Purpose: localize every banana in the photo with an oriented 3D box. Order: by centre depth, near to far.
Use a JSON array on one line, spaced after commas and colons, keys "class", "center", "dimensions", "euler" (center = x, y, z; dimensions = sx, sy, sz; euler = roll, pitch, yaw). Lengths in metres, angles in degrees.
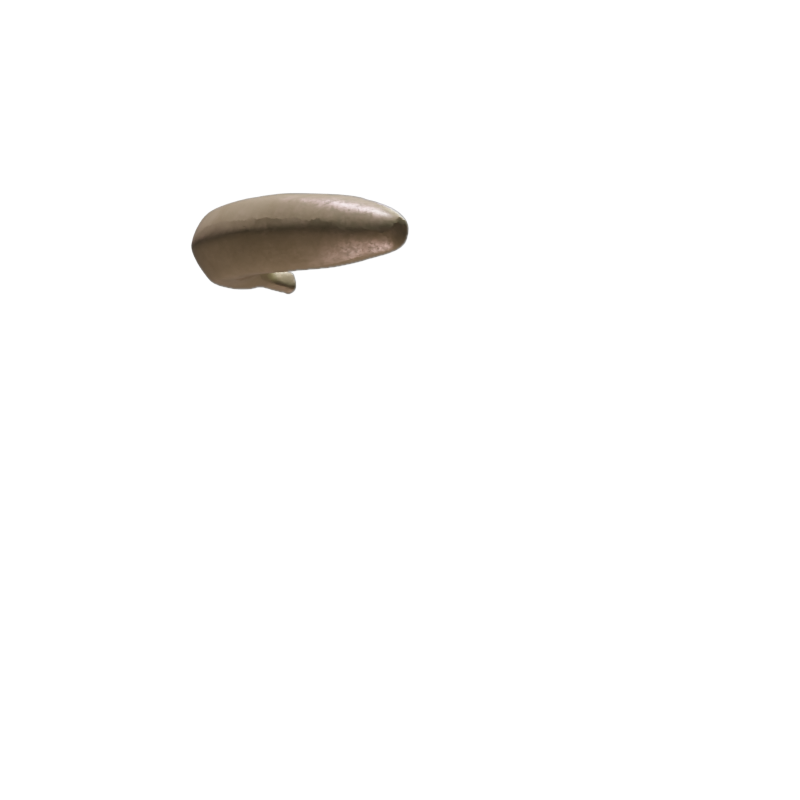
[{"class": "banana", "center": [-0.060, -0.075, 0.523], "dimensions": [0.068, 0.037, 0.201], "euler": [0, 1, -19]}]
